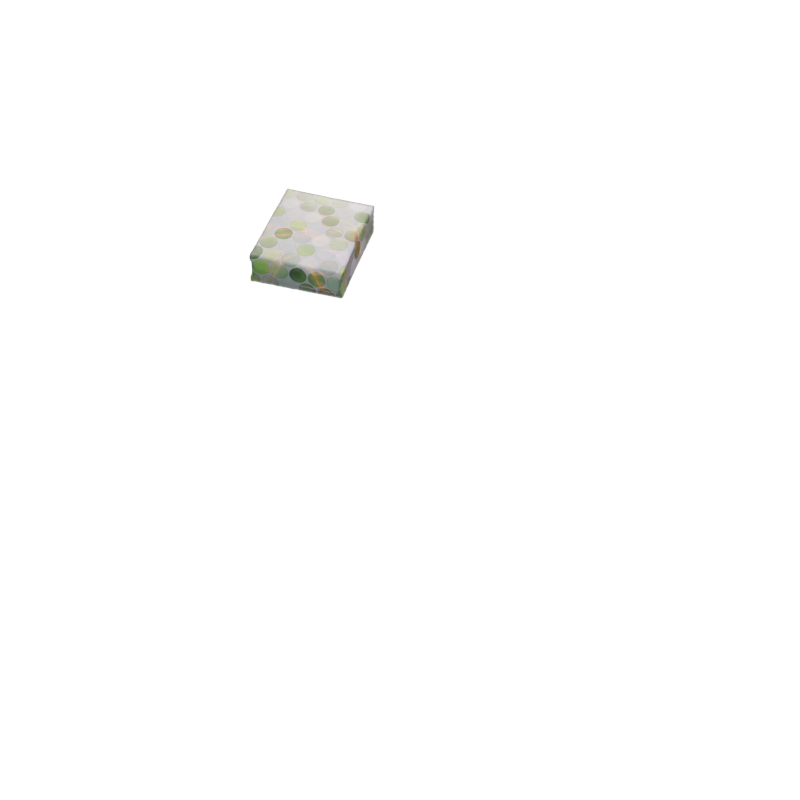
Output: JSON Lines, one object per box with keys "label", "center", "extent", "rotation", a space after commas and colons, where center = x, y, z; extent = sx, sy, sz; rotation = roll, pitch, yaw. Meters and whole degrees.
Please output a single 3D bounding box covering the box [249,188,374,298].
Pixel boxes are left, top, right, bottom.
{"label": "box", "center": [-0.066, -0.121, 0.847], "extent": [0.075, 0.028, 0.094], "rotation": [12, 44, 12]}
